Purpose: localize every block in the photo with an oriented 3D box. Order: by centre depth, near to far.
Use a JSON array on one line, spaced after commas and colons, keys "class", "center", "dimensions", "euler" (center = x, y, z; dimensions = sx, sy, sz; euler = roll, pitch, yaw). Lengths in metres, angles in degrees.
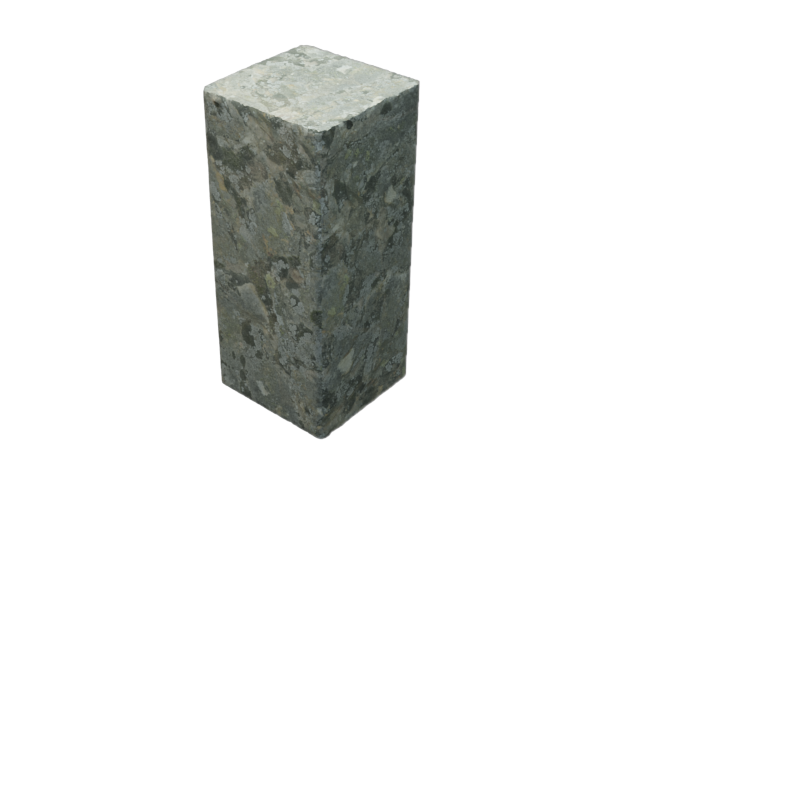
[{"class": "block", "center": [-0.053, -0.095, 0.667], "dimensions": [0.096, 0.193, 0.091], "euler": [26, 41, 30]}]
